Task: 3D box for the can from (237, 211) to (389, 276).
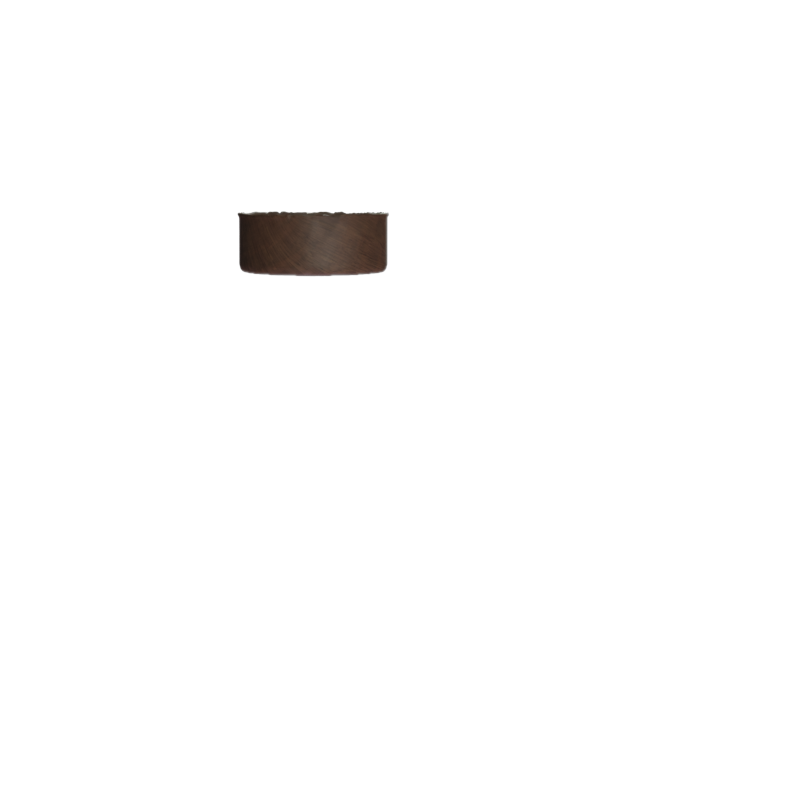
[{"bbox_3d":[-0.049,-0.090,0.630,0.086,0.033,0.087,0,9,-2],"label":"can"}]
